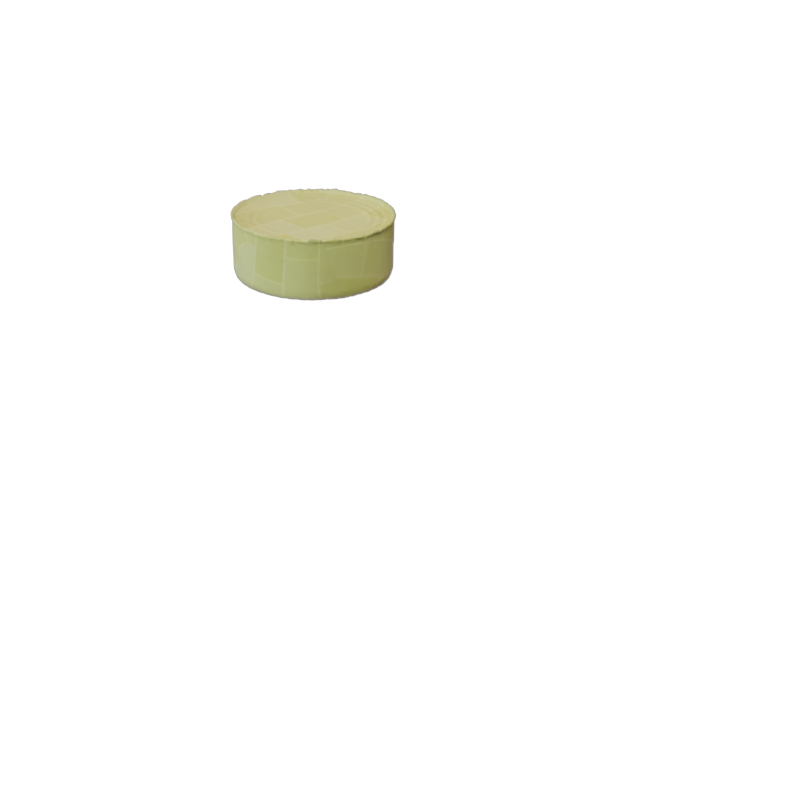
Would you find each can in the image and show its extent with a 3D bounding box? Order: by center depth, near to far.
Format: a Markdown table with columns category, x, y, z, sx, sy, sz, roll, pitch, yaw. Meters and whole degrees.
| category | x | y | z | sx | sy | sz | roll | pitch | yaw |
| --- | --- | --- | --- | --- | --- | --- | --- | --- | --- |
| can | -0.045 | -0.083 | 0.581 | 0.086 | 0.032 | 0.090 | -1 | 26 | -2 |
